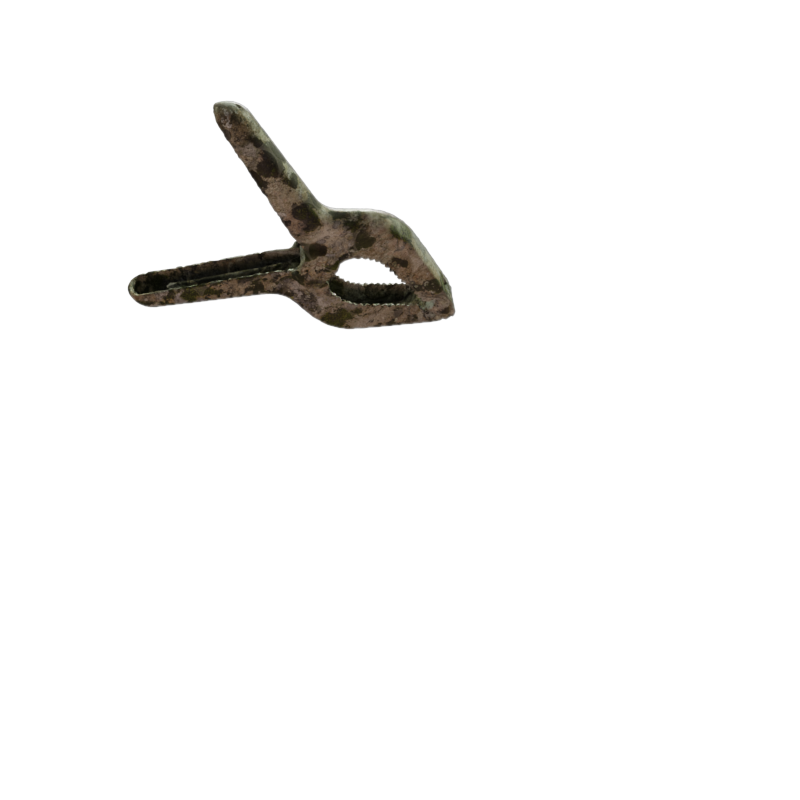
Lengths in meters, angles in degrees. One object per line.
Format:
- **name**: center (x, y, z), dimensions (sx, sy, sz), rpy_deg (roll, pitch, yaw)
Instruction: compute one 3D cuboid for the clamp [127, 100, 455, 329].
- **clamp**: center (-0.056, -0.102, 0.711), dimensions (0.205, 0.157, 0.039), rpy_deg (14, 41, -13)
